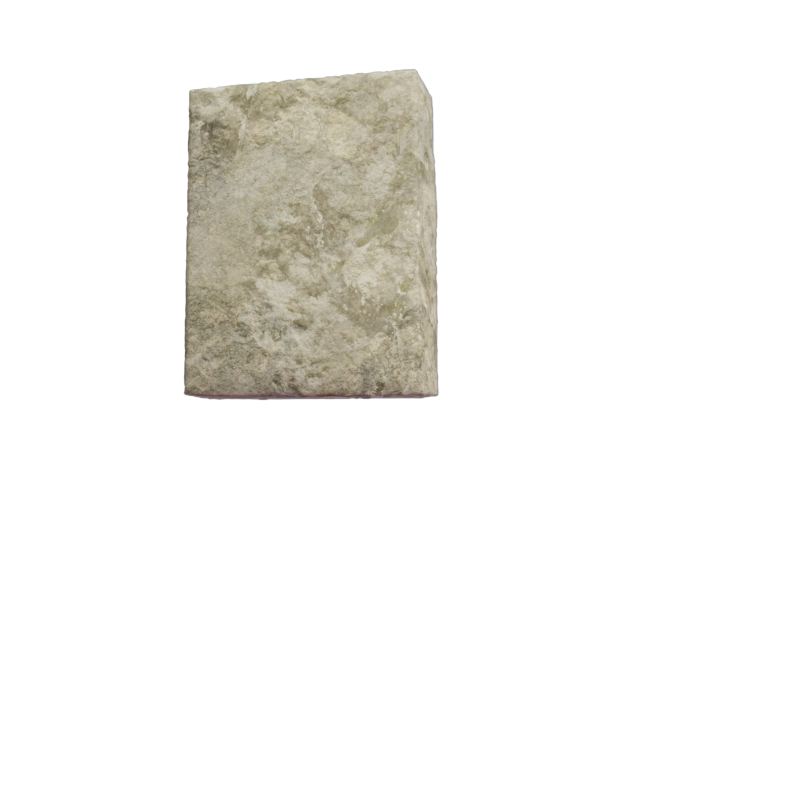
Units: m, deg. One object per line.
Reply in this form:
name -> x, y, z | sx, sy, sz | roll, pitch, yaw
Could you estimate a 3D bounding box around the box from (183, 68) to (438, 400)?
box -> -0.060, -0.109, 0.761 | 0.167, 0.219, 0.069 | -2, -9, 15
